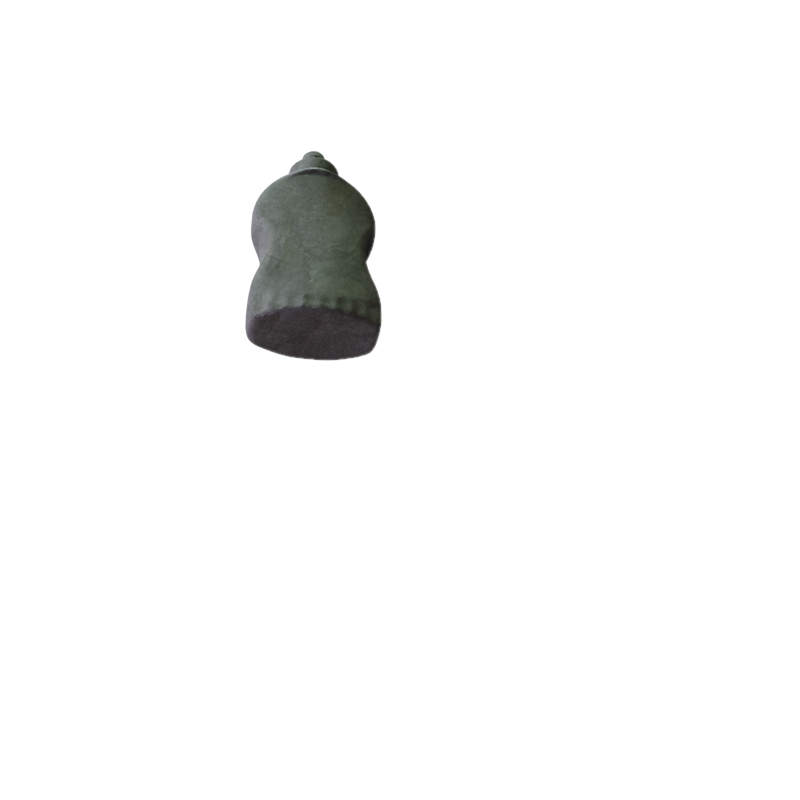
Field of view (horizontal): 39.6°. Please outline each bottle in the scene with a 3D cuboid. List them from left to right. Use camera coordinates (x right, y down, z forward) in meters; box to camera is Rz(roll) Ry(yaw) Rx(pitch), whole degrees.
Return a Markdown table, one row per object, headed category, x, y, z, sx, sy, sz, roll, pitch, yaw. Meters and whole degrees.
| category | x | y | z | sx | sy | sz | roll | pitch | yaw |
| --- | --- | --- | --- | --- | --- | --- | --- | --- | --- |
| bottle | -0.066 | -0.121 | 0.847 | 0.095 | 0.206 | 0.055 | 3 | -42 | -7 |
